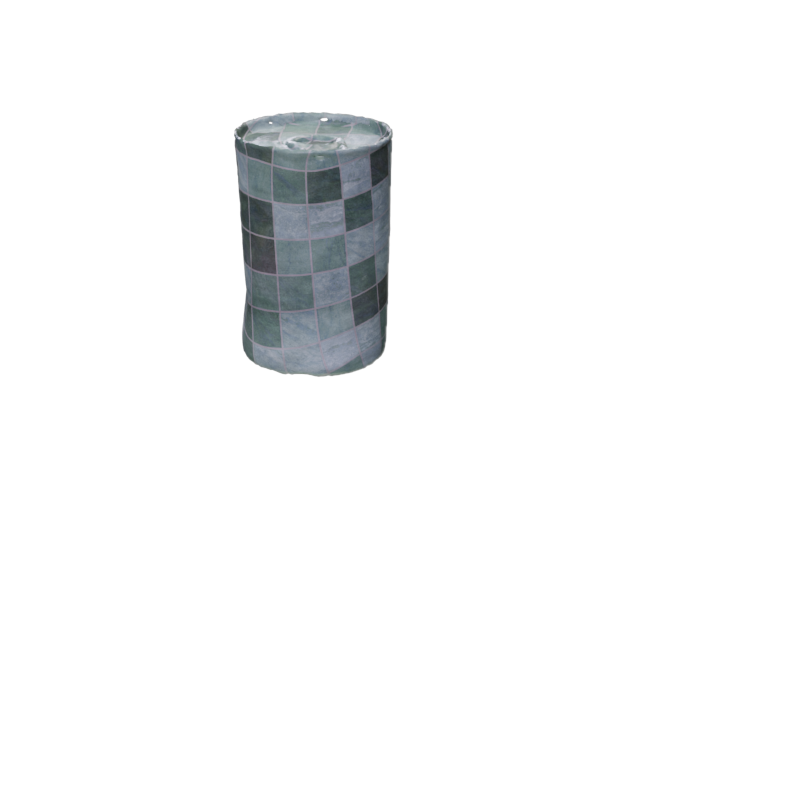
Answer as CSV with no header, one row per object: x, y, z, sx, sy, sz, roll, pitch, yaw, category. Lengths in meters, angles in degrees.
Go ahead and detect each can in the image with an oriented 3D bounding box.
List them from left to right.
-0.038,-0.070,0.490,0.068,0.098,0.072,0,22,-2,can
